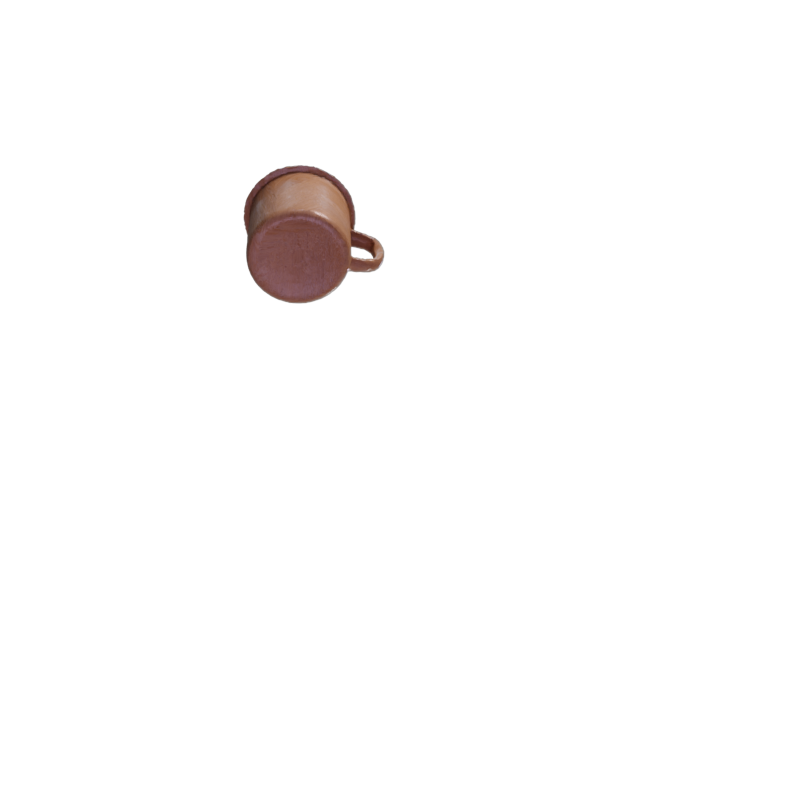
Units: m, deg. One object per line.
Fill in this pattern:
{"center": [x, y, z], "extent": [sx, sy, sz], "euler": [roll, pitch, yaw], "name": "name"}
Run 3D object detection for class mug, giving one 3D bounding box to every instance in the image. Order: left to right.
{"center": [-0.069, -0.126, 0.885], "extent": [0.115, 0.089, 0.086], "euler": [16, 27, -10], "name": "mug"}
